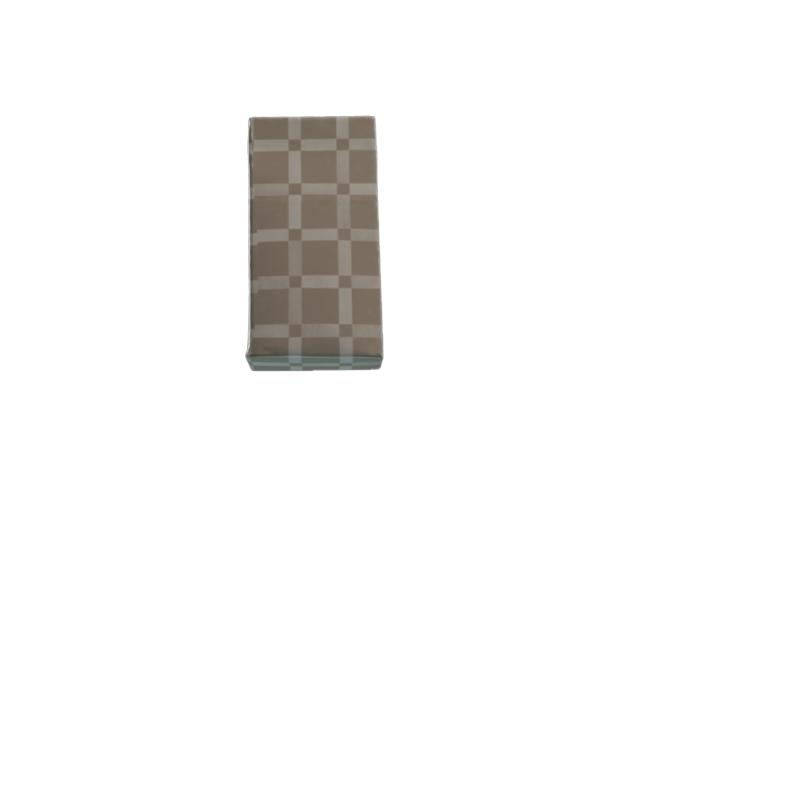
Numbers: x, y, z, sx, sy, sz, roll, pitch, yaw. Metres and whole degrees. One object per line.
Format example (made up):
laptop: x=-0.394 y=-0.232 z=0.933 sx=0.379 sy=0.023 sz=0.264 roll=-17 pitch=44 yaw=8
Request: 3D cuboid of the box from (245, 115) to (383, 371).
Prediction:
box: x=-0.061 y=-0.111 z=0.775 sx=0.093 sy=0.184 sz=0.046 roll=-1 pitch=-19 yaw=-1
